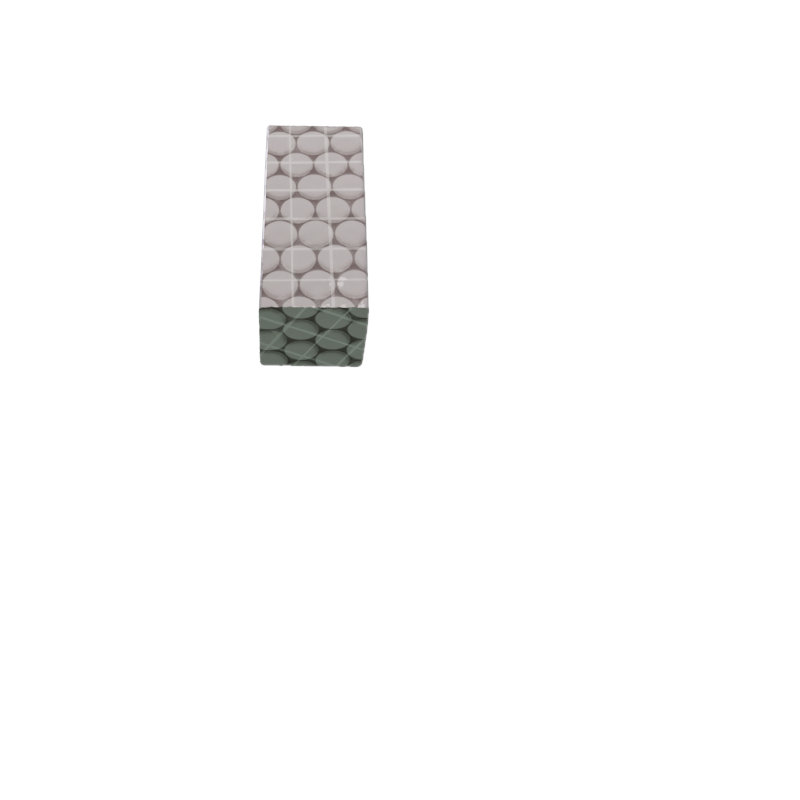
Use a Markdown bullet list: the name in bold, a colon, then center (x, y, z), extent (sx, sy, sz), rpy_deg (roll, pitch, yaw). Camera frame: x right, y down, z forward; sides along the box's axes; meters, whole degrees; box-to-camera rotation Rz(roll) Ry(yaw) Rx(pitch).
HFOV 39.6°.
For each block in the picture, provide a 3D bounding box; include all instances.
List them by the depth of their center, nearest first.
- **block**: center (-0.077, -0.140, 0.986), extent (0.090, 0.221, 0.084), rpy_deg (0, -36, -4)
